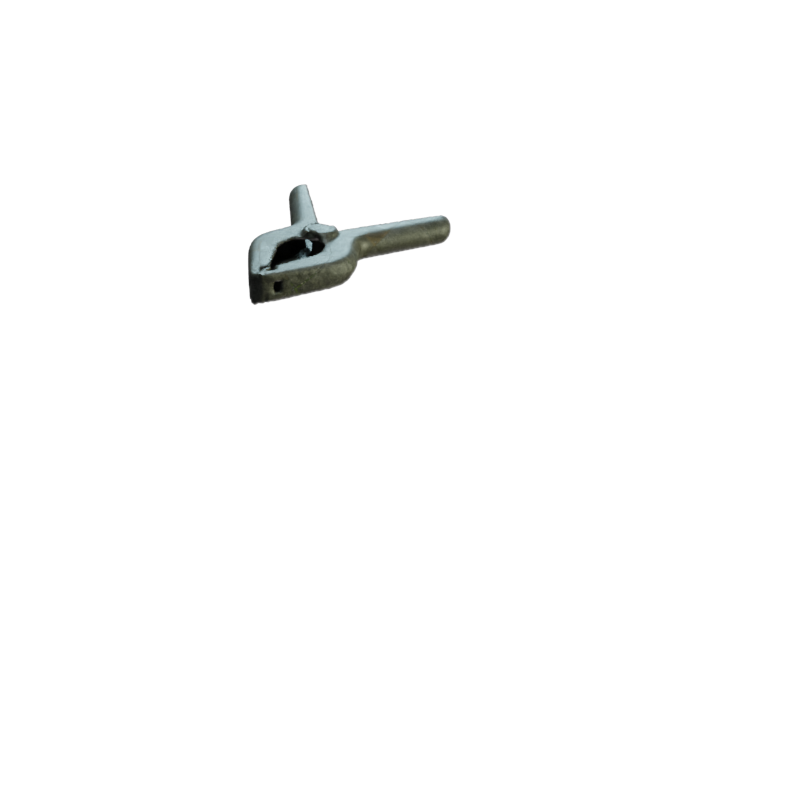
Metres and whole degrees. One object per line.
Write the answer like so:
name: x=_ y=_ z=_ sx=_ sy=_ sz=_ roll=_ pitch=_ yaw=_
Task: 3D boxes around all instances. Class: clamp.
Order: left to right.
clamp: x=-0.076 y=-0.139 z=0.972 sx=0.173 sy=0.034 sz=0.211 roll=19 pitch=35 yaw=30
